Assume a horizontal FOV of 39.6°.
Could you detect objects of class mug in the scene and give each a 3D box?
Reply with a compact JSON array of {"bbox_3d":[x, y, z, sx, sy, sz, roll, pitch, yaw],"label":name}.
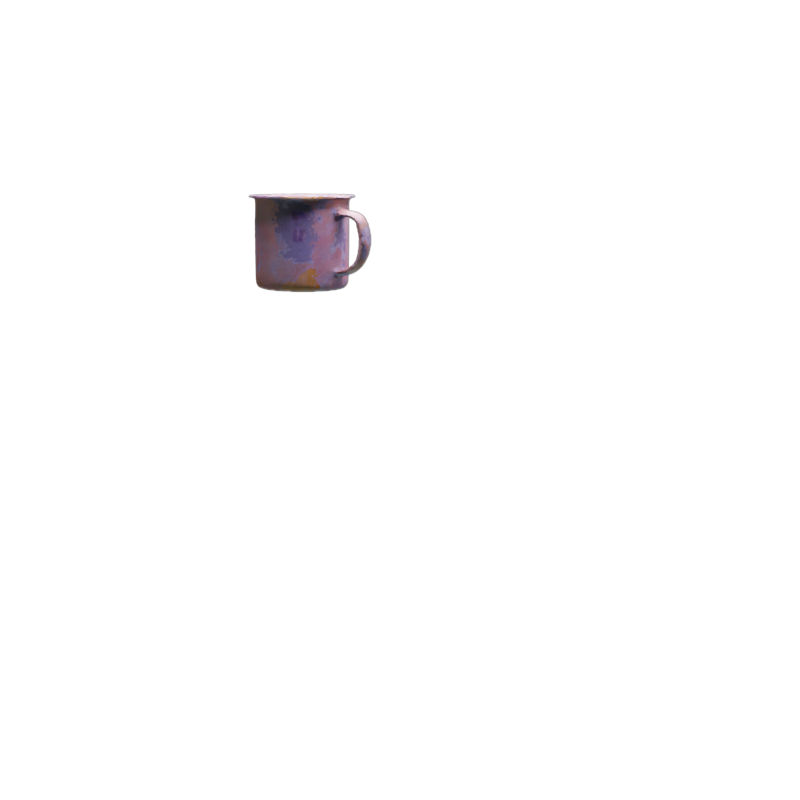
[{"bbox_3d":[-0.075,-0.137,0.957,0.122,0.080,0.091,6,10,33],"label":"mug"}]
